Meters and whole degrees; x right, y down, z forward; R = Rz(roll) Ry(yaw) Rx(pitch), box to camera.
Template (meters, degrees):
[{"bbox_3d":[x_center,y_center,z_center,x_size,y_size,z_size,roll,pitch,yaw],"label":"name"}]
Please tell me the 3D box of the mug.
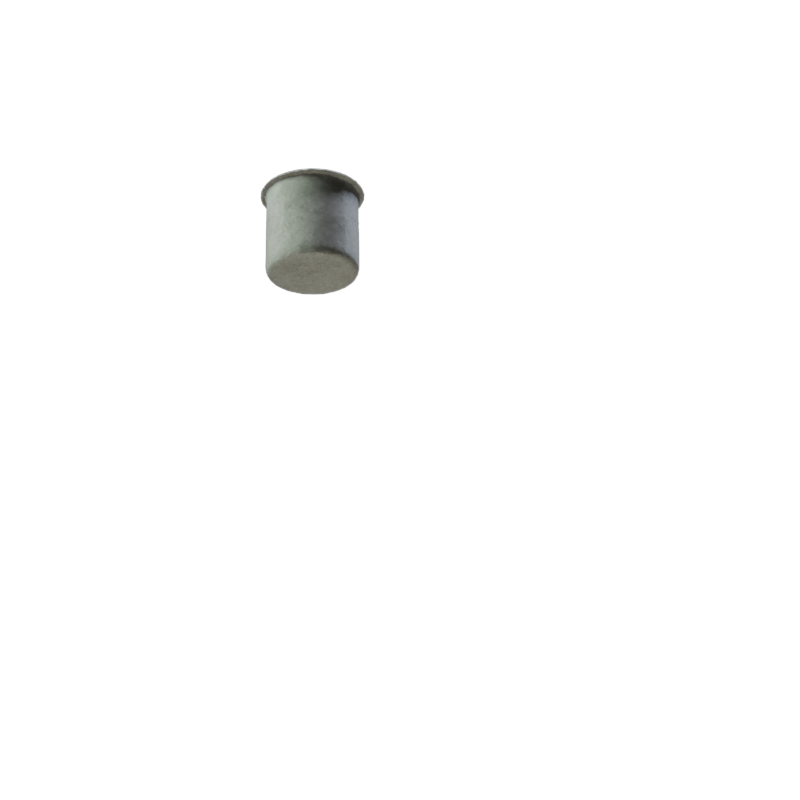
[{"bbox_3d":[-0.077,-0.141,0.986,0.093,0.086,0.110,-1,-25,1],"label":"mug"}]
